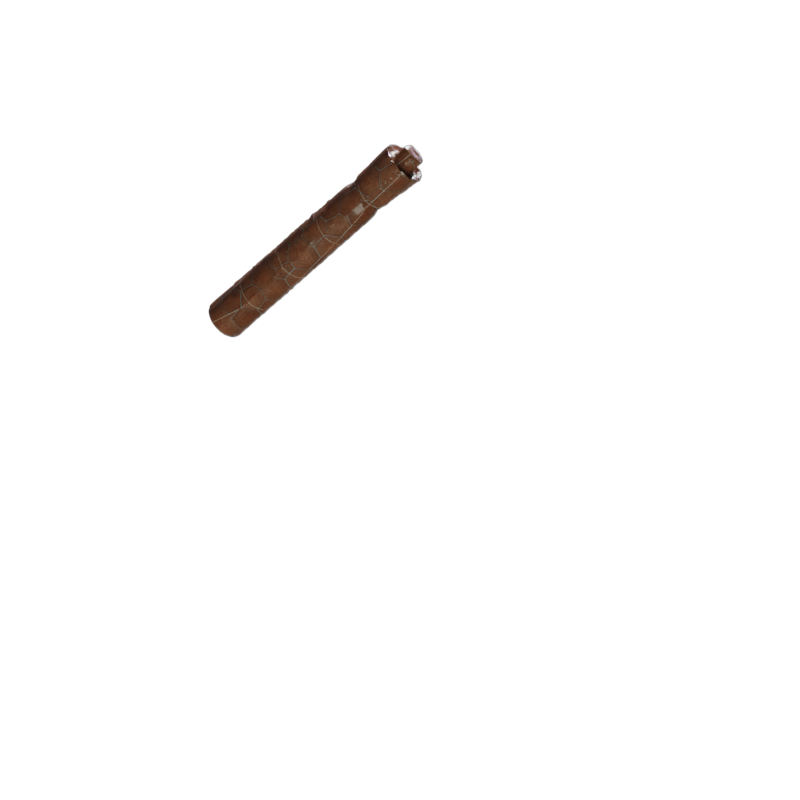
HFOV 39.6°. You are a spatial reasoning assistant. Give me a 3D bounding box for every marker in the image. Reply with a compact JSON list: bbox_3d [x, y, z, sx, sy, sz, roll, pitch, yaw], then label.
[{"bbox_3d":[-0.036,-0.066,0.461,0.119,0.021,0.019,-36,-17,30],"label":"marker"}]
